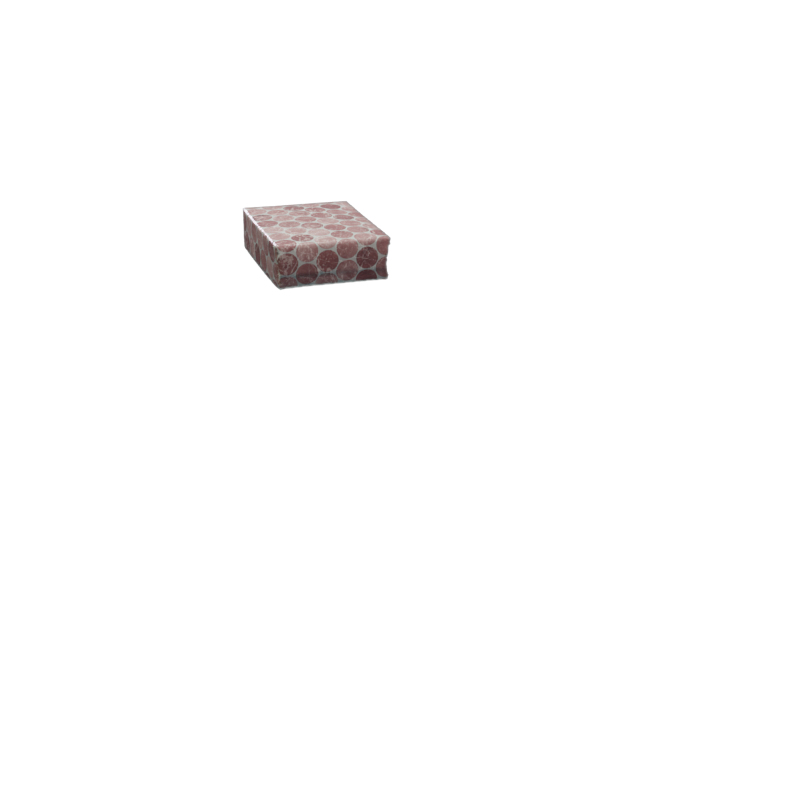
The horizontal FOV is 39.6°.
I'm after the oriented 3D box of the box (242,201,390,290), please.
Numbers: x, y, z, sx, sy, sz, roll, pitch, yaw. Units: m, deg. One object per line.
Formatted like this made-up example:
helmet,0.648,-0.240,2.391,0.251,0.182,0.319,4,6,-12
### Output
box,-0.068,-0.124,0.867,0.088,0.037,0.121,-8,27,-17
